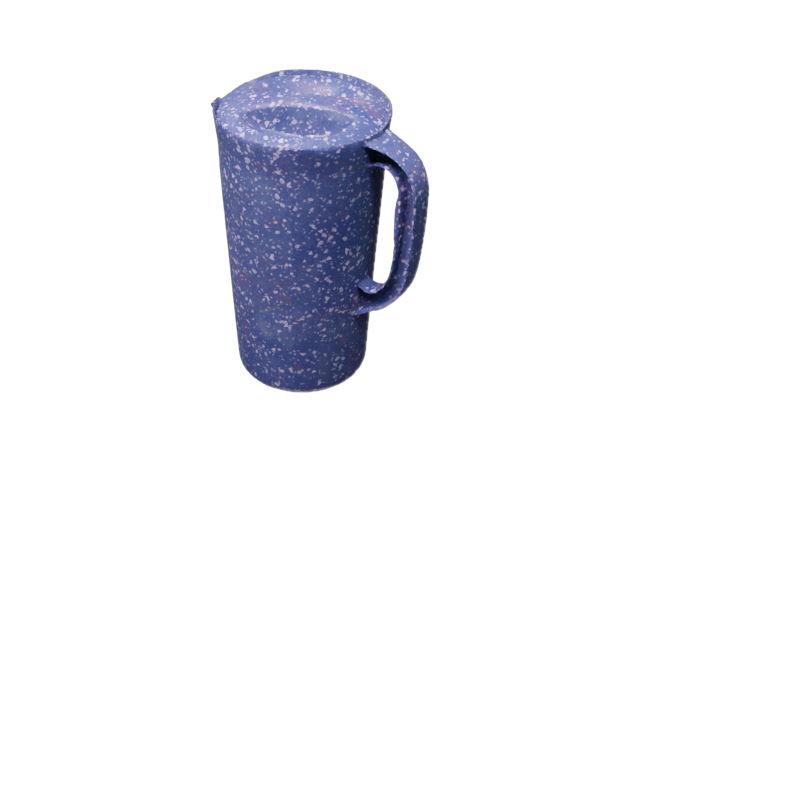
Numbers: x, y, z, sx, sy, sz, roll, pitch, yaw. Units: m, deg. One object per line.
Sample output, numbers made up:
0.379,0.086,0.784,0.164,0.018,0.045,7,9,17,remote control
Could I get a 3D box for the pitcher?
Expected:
-0.068,-0.124,0.871,0.143,0.227,0.161,-6,37,-12,pitcher
